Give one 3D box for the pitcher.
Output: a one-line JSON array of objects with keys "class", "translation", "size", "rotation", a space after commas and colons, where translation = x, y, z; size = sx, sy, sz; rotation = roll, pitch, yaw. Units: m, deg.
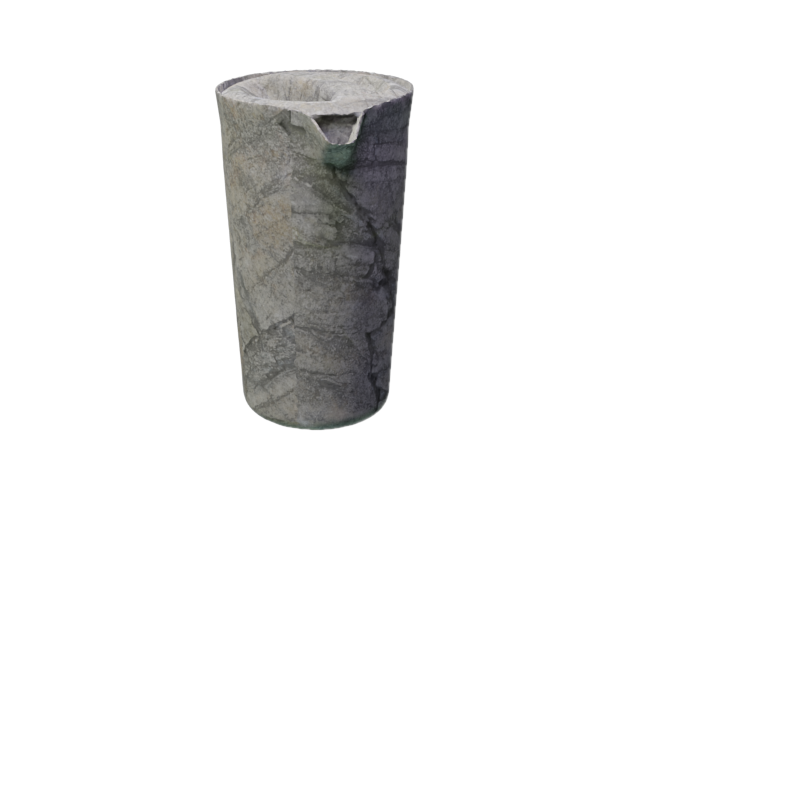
[{"class": "pitcher", "translation": [-0.062, -0.113, 0.792], "size": [0.152, 0.232, 0.149], "rotation": [13, 25, 27]}]
